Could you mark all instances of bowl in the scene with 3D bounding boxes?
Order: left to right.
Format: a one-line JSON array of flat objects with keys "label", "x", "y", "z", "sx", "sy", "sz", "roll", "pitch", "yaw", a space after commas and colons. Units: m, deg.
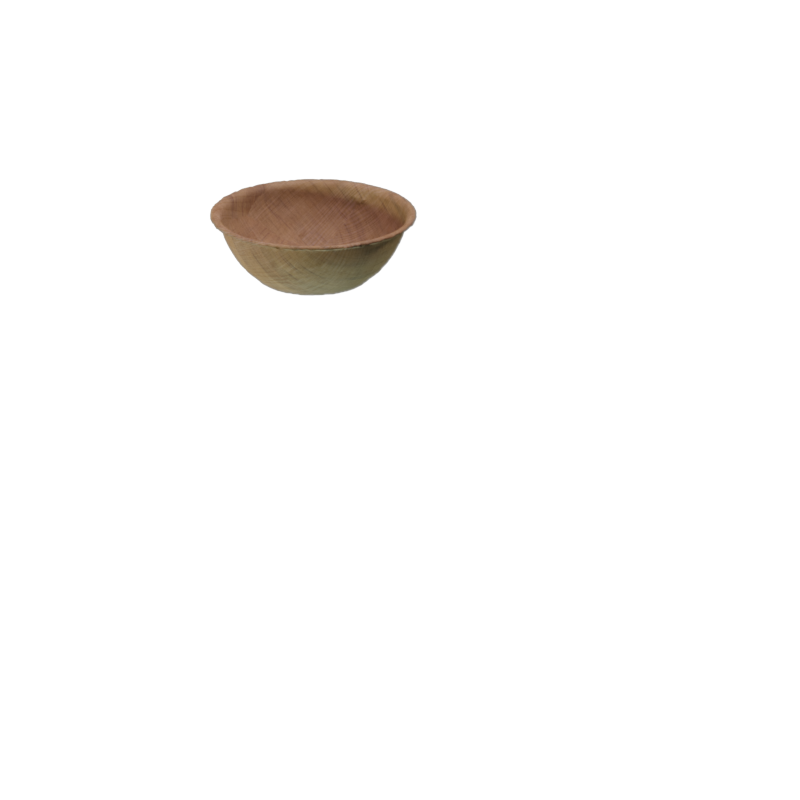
[{"label": "bowl", "x": -0.069, "y": -0.125, "z": 0.878, "sx": 0.162, "sy": 0.052, "sz": 0.171, "roll": -1, "pitch": 27, "yaw": -2}]
